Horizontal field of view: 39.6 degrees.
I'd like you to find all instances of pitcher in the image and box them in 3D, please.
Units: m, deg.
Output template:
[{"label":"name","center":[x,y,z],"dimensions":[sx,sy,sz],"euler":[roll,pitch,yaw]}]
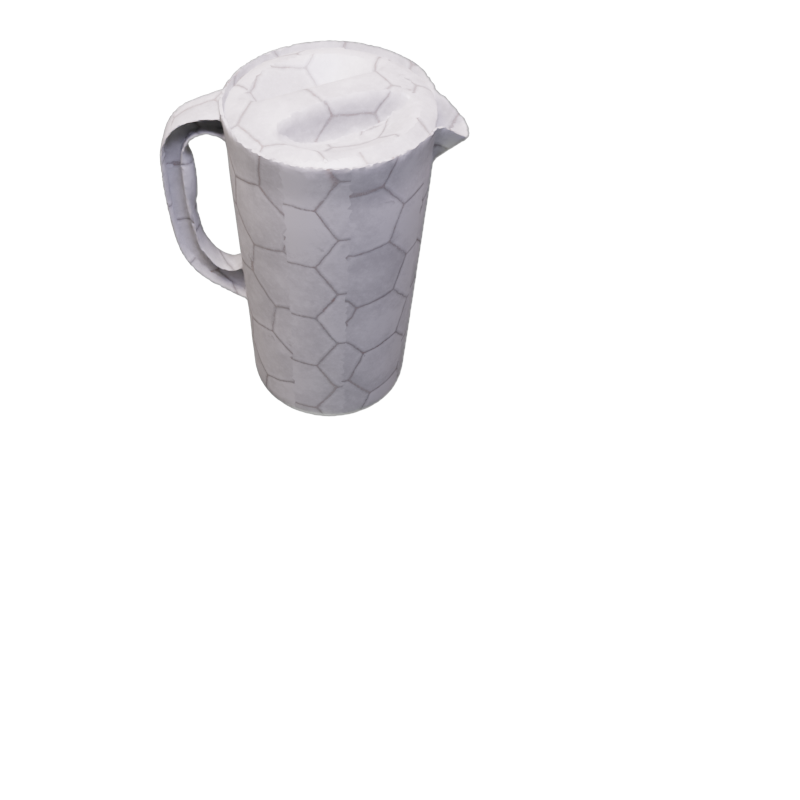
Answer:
[{"label":"pitcher","center":[-0.057,-0.105,0.734],"dimensions":[0.146,0.226,0.159],"euler":[-34,56,-31]}]
